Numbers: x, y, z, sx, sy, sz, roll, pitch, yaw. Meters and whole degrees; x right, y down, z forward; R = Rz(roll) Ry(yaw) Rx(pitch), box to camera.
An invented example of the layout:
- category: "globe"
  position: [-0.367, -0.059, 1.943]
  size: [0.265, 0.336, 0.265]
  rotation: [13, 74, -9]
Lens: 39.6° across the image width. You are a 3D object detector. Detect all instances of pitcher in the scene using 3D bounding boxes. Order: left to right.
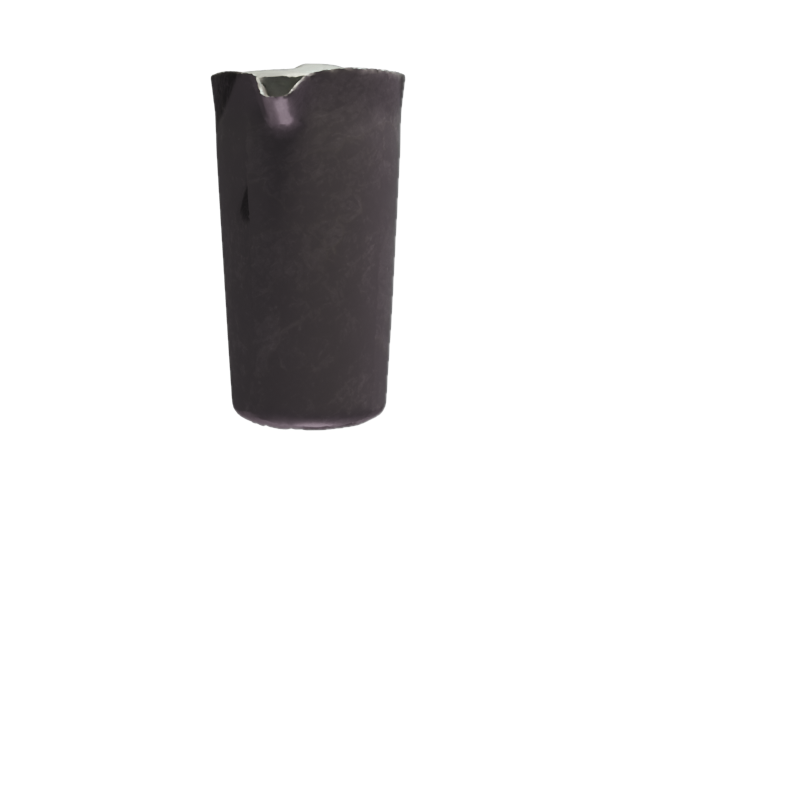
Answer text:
- category: "pitcher"
  position: [-0.061, -0.111, 0.778]
  size: [0.144, 0.240, 0.151]
  rotation: [-4, 7, -34]
